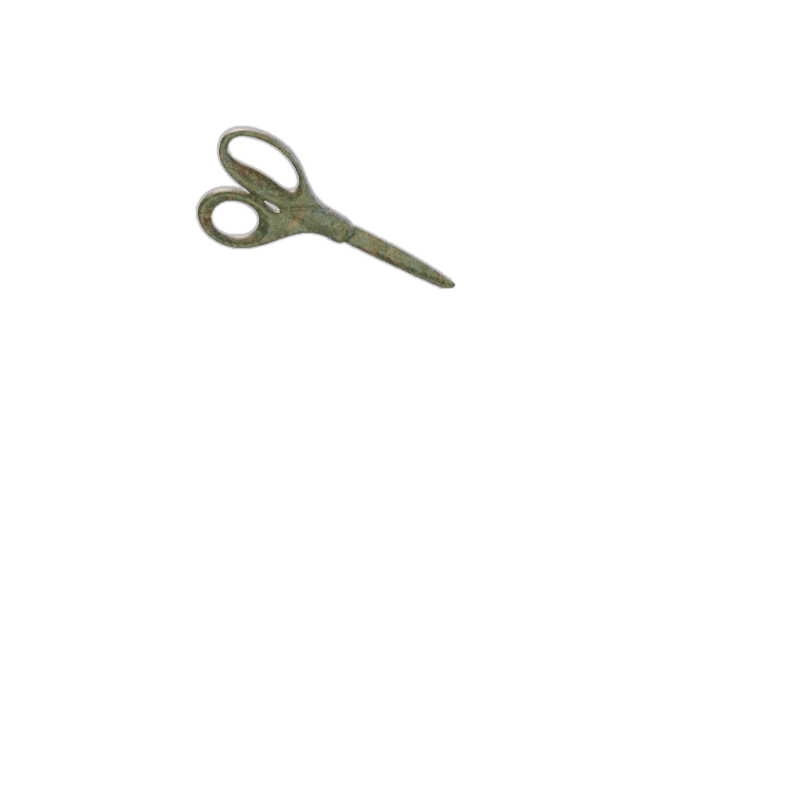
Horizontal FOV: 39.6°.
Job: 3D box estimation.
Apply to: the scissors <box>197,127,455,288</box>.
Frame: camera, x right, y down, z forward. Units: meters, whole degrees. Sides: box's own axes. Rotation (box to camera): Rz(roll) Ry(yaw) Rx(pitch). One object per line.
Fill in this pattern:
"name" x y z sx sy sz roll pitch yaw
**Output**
"scissors" -0.064 -0.116 0.815 0.196 0.095 0.016 42 11 -10
